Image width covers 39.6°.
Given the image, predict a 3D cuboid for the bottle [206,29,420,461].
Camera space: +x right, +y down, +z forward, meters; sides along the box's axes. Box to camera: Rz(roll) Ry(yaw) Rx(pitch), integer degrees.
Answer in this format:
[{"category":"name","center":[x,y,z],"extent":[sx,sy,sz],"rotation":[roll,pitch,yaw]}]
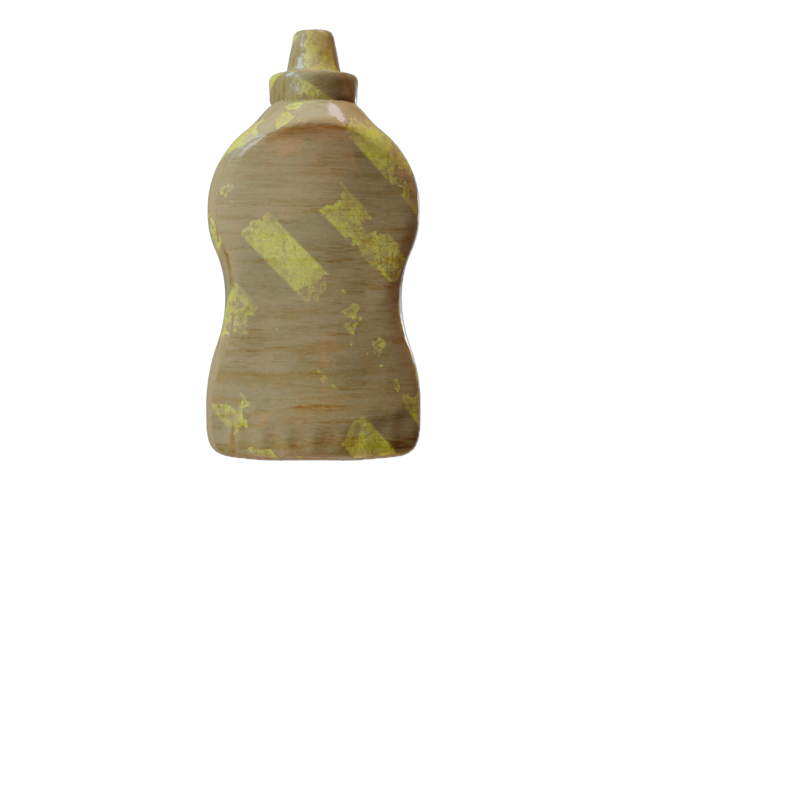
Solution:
[{"category":"bottle","center":[-0.040,-0.072,0.505],"extent":[0.096,0.192,0.058],"rotation":[0,0,0]}]
